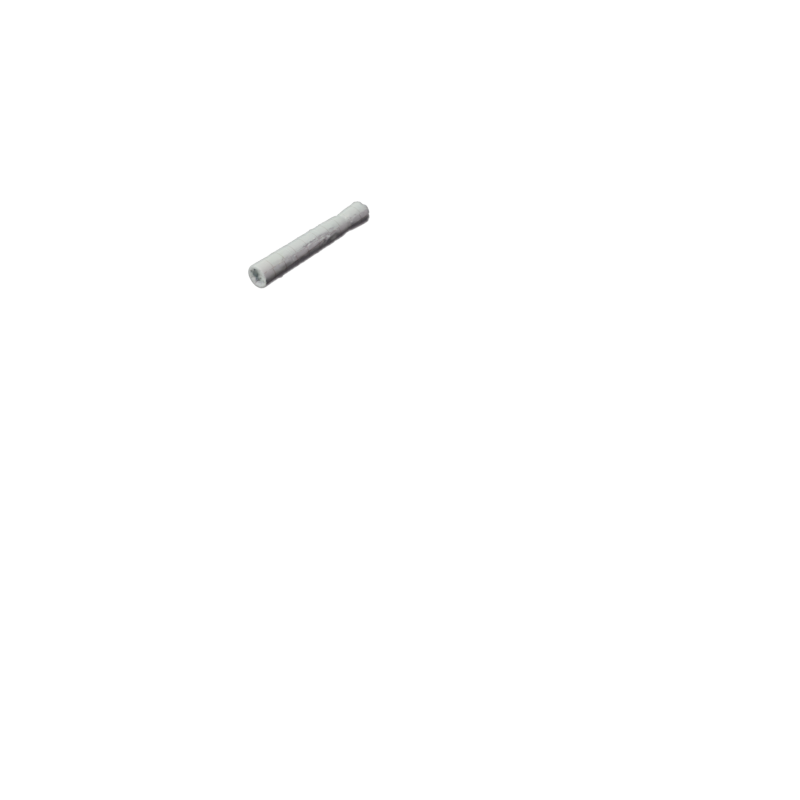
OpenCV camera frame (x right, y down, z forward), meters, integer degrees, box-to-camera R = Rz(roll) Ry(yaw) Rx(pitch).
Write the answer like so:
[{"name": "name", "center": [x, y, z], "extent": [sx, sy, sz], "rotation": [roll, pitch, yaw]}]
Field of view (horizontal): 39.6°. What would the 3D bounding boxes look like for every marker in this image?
[{"name": "marker", "center": [-0.065, -0.119, 0.836], "extent": [0.021, 0.019, 0.122], "rotation": [4, 33, 45]}]
